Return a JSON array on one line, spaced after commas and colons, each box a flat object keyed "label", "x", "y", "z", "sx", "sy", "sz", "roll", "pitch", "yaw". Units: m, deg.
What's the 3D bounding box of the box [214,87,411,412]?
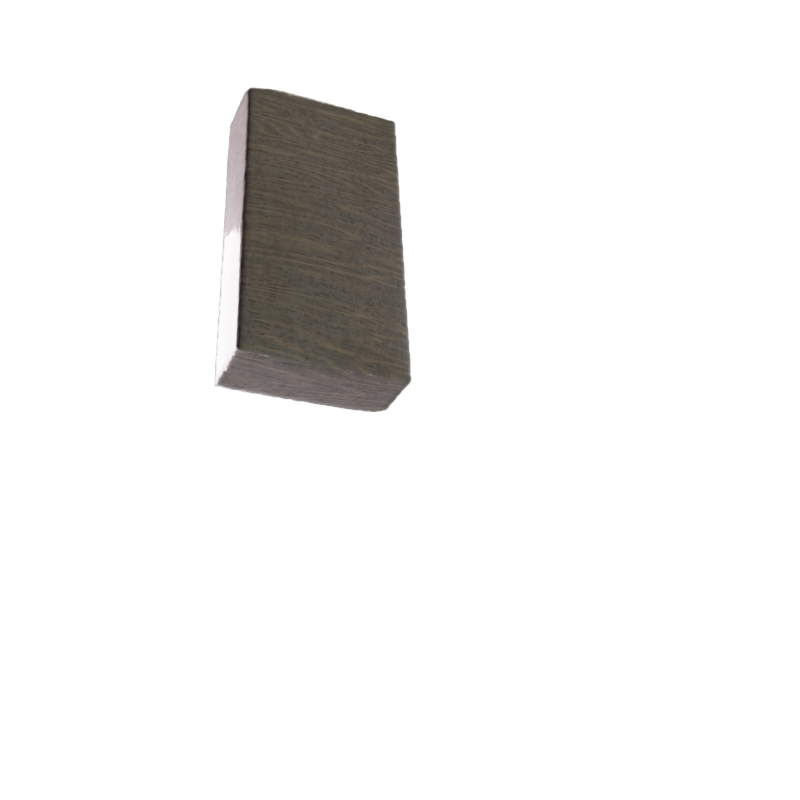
[{"label": "box", "x": -0.047, "y": -0.085, "z": 0.595, "sx": 0.090, "sy": 0.188, "sz": 0.046, "roll": 10, "pitch": -34, "yaw": -19}]
